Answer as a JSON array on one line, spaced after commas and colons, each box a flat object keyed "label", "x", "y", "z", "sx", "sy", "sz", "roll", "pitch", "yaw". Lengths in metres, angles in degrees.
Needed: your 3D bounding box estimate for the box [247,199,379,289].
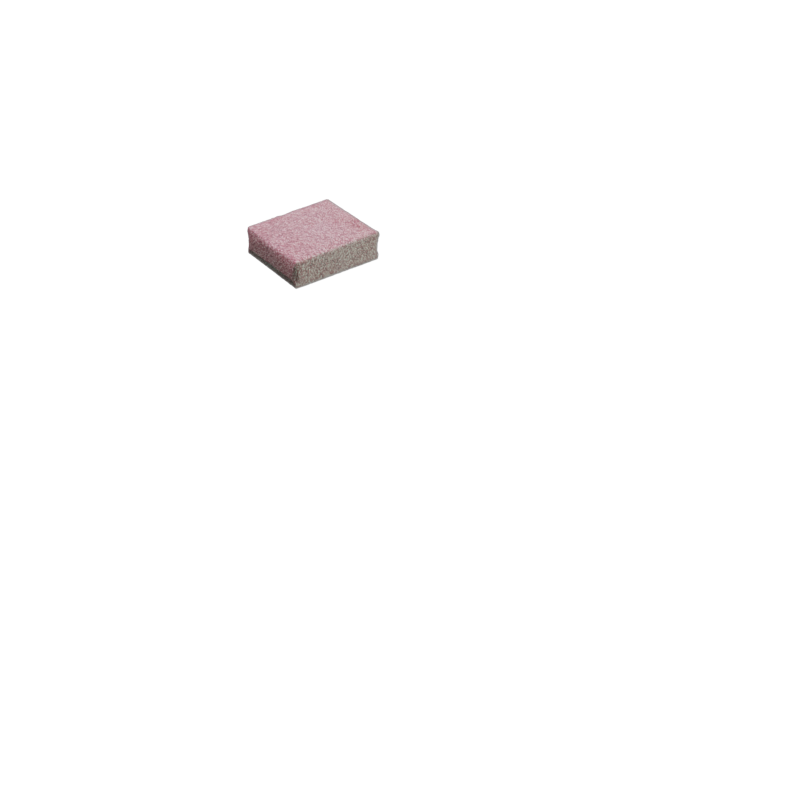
[{"label": "box", "x": -0.074, "y": -0.135, "z": 0.943, "sx": 0.088, "sy": 0.028, "sz": 0.079, "roll": -24, "pitch": 43, "yaw": -30}]
